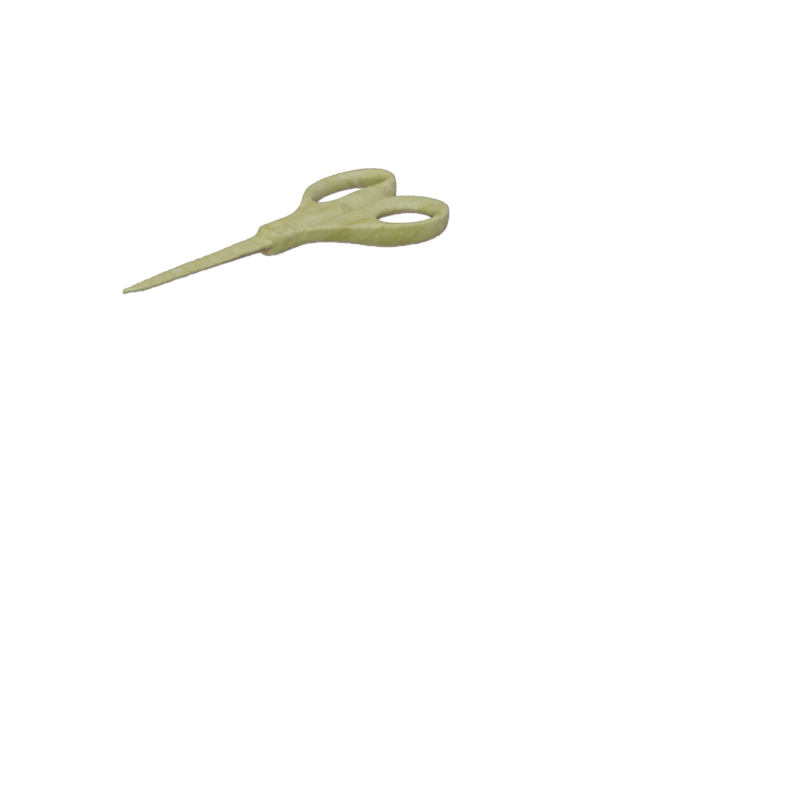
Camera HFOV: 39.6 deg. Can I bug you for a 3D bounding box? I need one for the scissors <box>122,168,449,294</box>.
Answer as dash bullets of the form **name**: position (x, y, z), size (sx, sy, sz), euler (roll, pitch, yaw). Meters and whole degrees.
- **scissors**: position (-0.047, -0.085, 0.598), size (0.101, 0.015, 0.204), euler (16, 35, 25)
